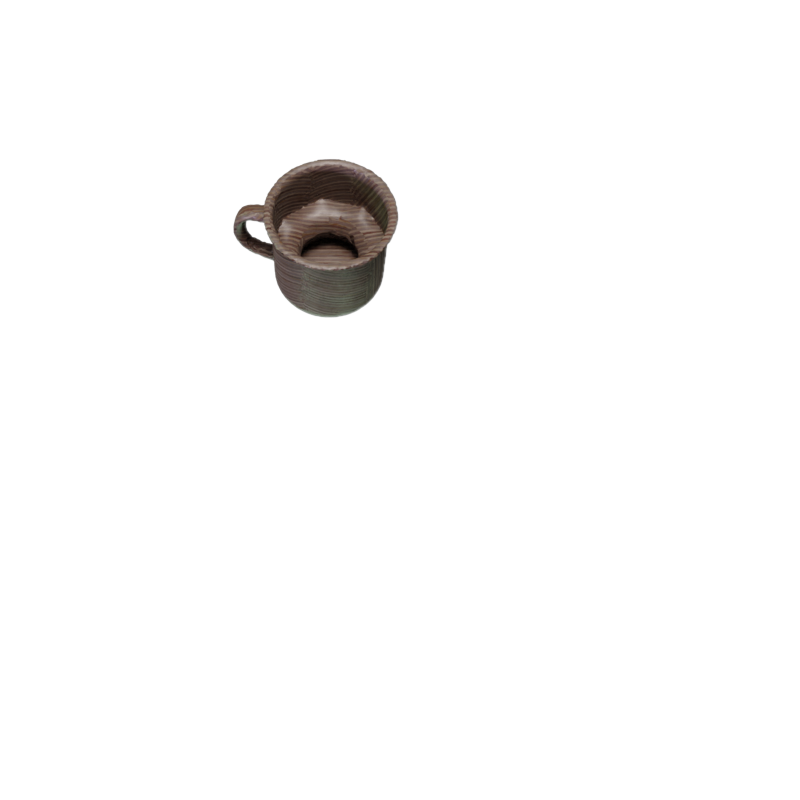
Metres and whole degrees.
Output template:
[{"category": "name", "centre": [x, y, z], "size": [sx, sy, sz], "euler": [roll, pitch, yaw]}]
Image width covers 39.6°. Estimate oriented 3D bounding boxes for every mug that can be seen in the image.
[{"category": "mug", "centre": [-0.062, -0.114, 0.797], "size": [0.118, 0.099, 0.077], "euler": [8, -29, 3]}]
